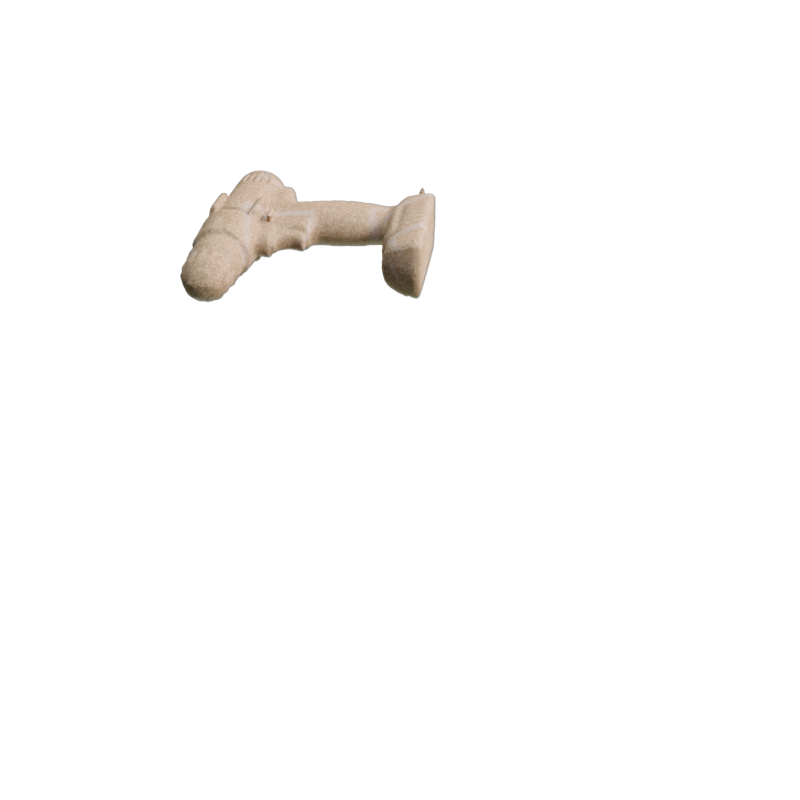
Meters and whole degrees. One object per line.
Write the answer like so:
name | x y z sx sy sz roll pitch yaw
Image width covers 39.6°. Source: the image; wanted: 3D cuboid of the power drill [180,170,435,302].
power drill | -0.071 -0.129 0.903 0.191 0.054 0.193 7 36 10
